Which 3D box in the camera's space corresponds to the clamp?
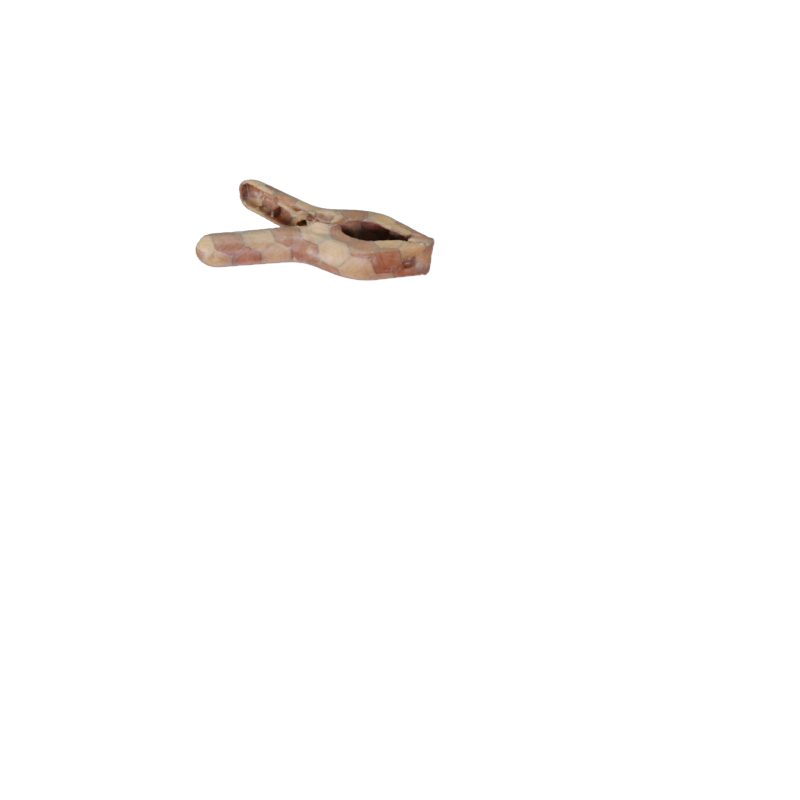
[{"bbox_3d":[-0.065,-0.118,0.826,0.177,0.037,0.124,14,40,17],"label":"clamp"}]
